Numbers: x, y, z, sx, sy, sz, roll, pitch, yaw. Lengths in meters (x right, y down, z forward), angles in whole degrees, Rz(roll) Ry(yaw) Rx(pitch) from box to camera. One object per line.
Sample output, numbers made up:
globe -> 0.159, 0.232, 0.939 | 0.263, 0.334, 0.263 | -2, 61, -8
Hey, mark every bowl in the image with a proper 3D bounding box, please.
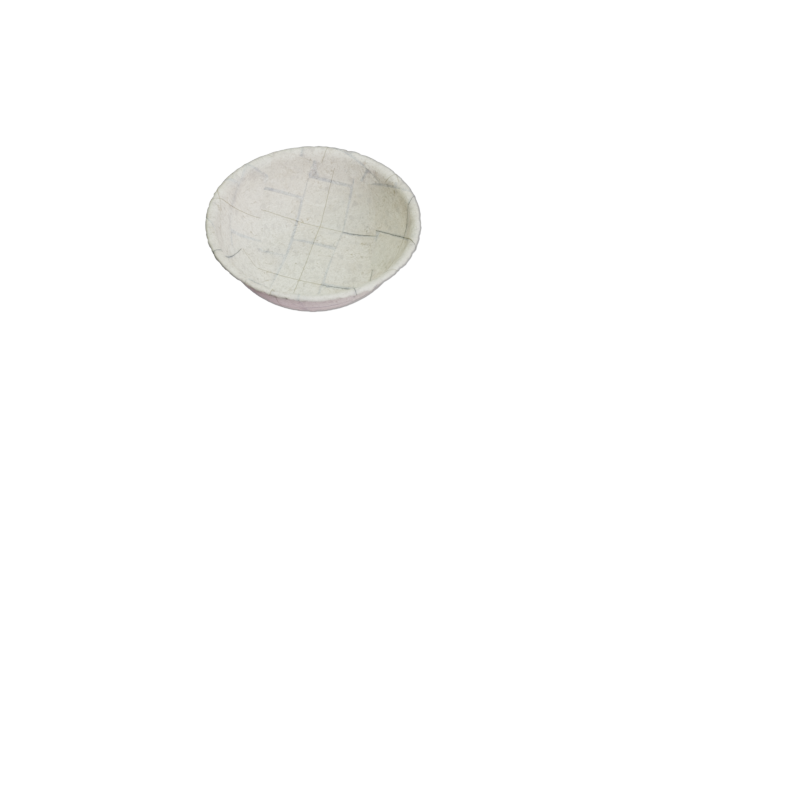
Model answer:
bowl -> -0.066, -0.120, 0.844 | 0.162, 0.174, 0.051 | -1, -40, -1
